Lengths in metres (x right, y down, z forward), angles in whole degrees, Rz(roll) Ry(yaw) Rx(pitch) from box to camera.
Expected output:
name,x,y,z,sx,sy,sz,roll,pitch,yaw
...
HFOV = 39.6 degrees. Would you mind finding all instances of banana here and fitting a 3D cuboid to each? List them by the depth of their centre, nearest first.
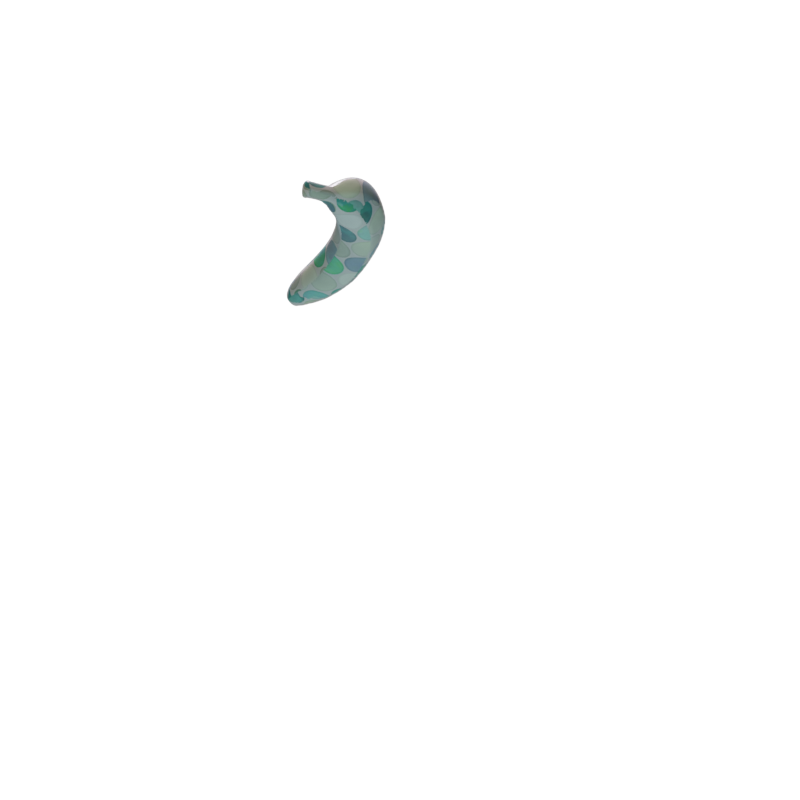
name,x,y,z,sx,sy,sz,roll,pitch,yaw
banana,-0.050,-0.126,0.875,0.069,0.039,0.188,3,-23,-8
